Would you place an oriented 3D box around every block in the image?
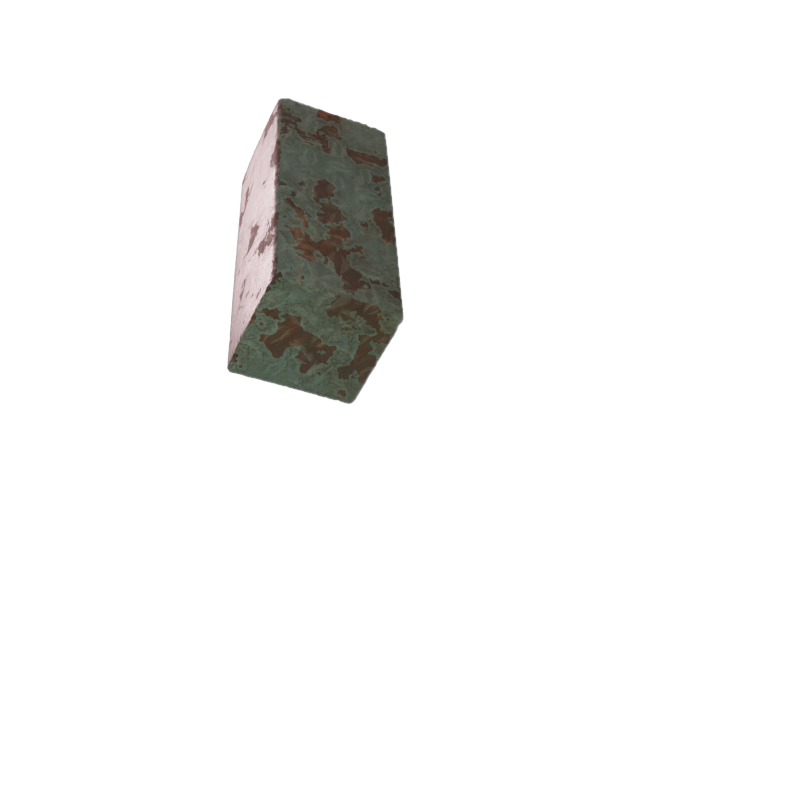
[{"bbox_3d":[-0.061,-0.112,0.781,0.088,0.086,0.221,16,40,-18],"label":"block"}]
